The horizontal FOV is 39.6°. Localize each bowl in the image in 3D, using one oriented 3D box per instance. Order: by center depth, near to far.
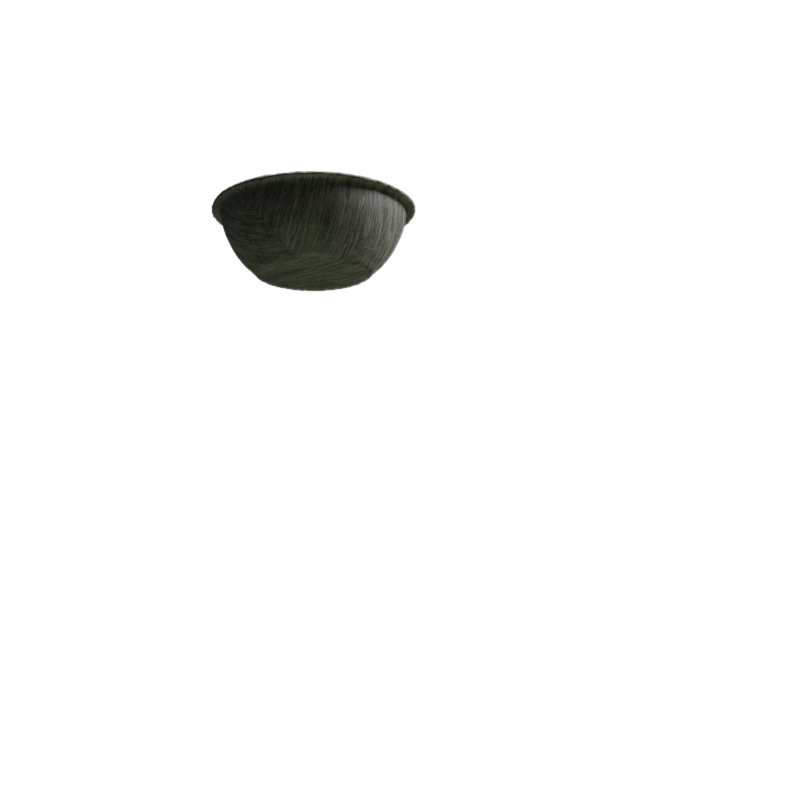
[{"bbox_3d":[-0.068,-0.124,0.871,0.162,0.057,0.156,0,-13,-2],"label":"bowl"}]
